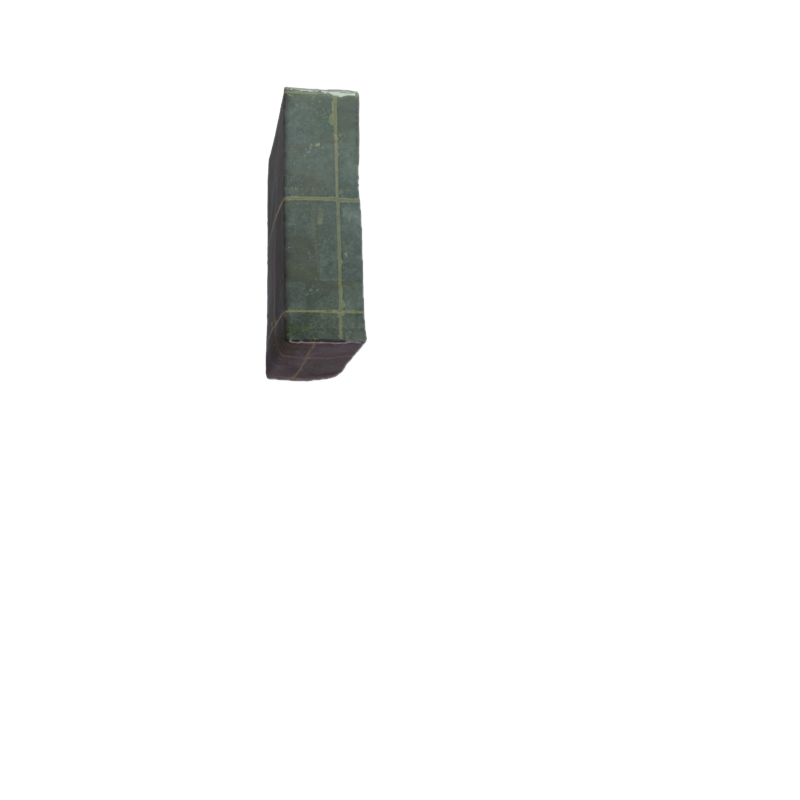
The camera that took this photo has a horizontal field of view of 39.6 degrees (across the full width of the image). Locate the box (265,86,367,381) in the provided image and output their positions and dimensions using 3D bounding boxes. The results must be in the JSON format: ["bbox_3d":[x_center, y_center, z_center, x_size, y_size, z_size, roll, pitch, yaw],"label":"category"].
[{"bbox_3d":[-0.074,-0.135,0.945,0.071,0.222,0.160,2,-15,-11],"label":"box"}]
